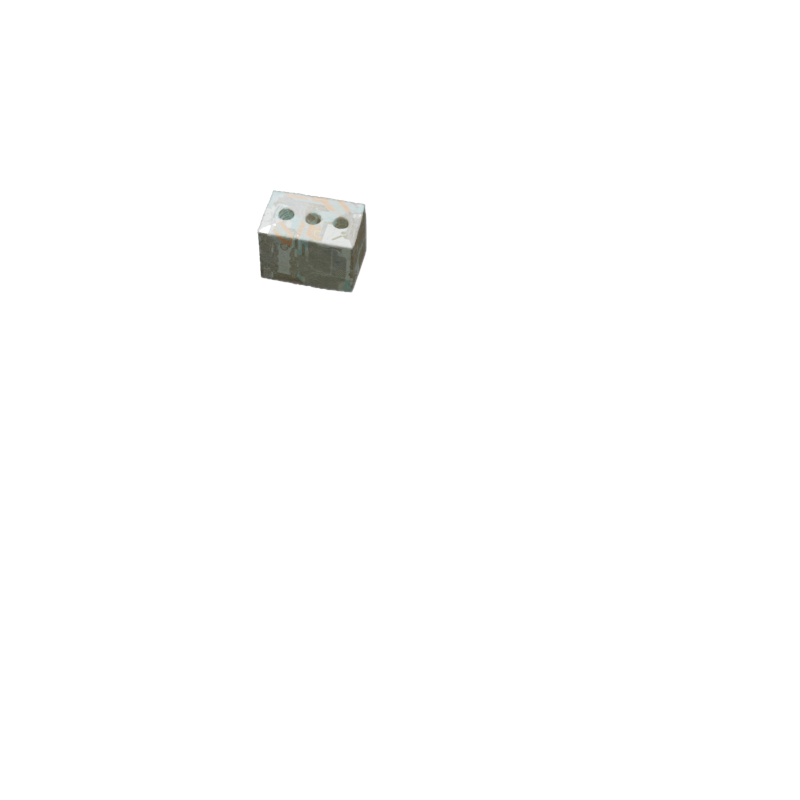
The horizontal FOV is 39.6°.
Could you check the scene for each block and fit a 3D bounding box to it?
[{"bbox_3d":[-0.069,-0.125,0.877,0.079,0.056,0.048,9,-43,8],"label":"block"}]
